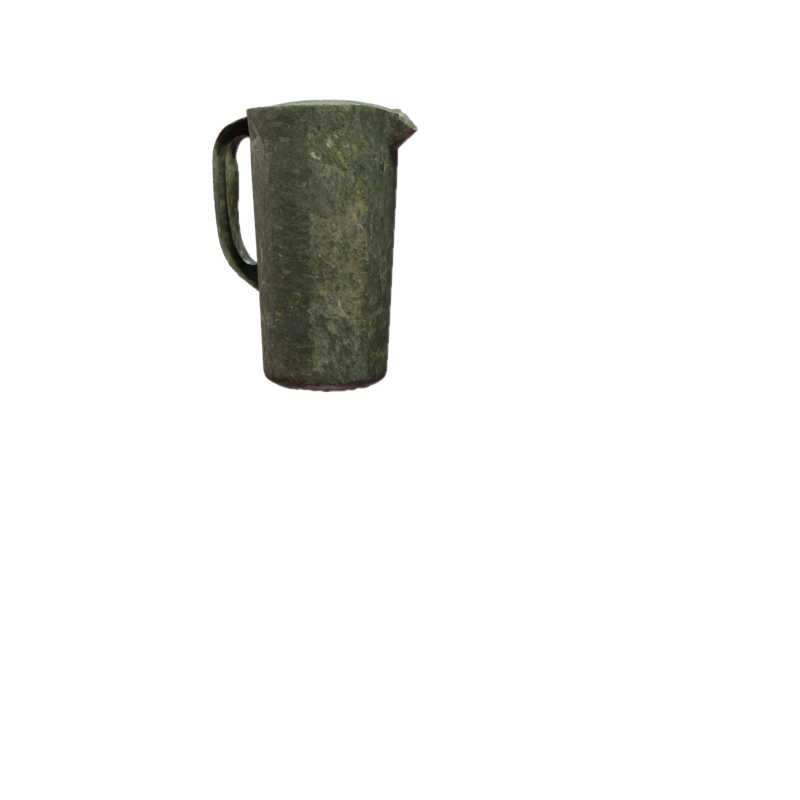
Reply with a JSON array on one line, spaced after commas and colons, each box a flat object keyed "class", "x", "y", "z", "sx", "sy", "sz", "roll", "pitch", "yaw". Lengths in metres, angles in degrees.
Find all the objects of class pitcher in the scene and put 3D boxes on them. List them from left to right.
[{"class": "pitcher", "x": -0.075, "y": -0.137, "z": 0.958, "sx": 0.141, "sy": 0.240, "sz": 0.155, "roll": -2, "pitch": 7, "yaw": -24}]
